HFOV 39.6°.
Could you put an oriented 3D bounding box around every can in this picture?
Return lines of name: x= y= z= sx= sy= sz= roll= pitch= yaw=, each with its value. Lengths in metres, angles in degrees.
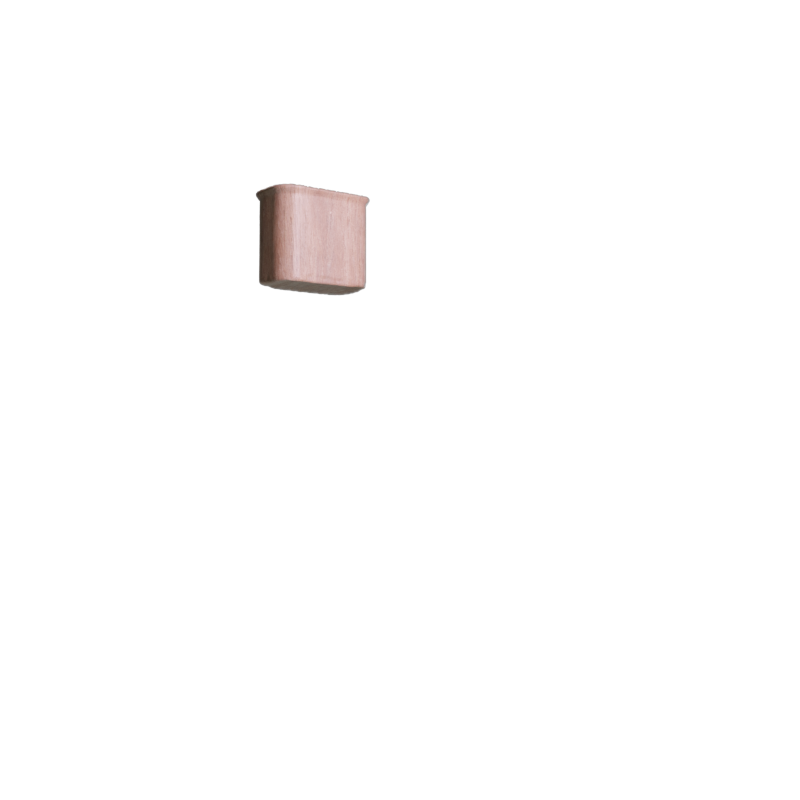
can: x=-0.077 y=-0.140 z=0.982 sx=0.097 sy=0.086 sz=0.059 roll=5 pitch=-10 yaw=-36
